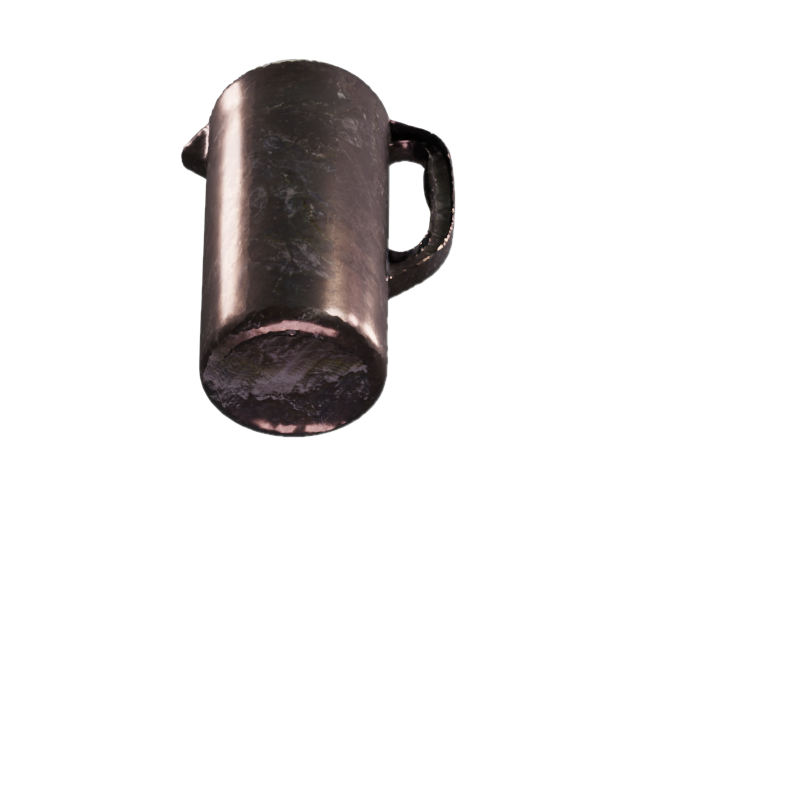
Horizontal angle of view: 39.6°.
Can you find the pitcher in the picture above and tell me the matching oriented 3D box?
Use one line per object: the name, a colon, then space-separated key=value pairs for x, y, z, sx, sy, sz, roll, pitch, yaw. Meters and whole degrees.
pitcher: x=-0.056 y=-0.102 z=0.713 sx=0.136 sy=0.261 sz=0.148 roll=33 pitch=-55 yaw=-32
